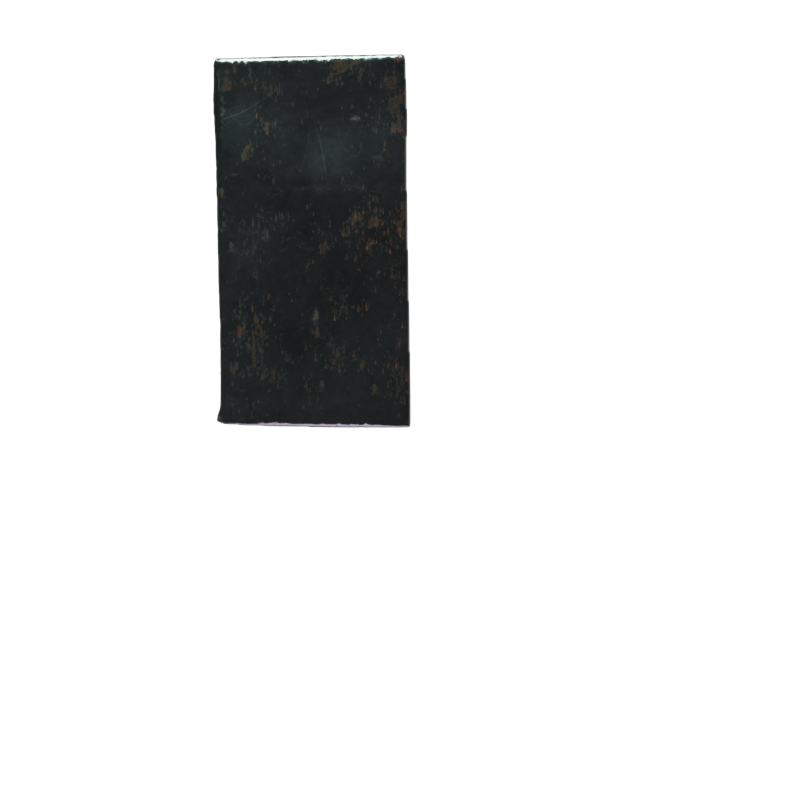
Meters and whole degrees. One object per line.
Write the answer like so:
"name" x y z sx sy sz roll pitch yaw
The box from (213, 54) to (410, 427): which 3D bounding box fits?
"box" -0.042 -0.077 0.540 0.094 0.177 0.048 0 -1 2
